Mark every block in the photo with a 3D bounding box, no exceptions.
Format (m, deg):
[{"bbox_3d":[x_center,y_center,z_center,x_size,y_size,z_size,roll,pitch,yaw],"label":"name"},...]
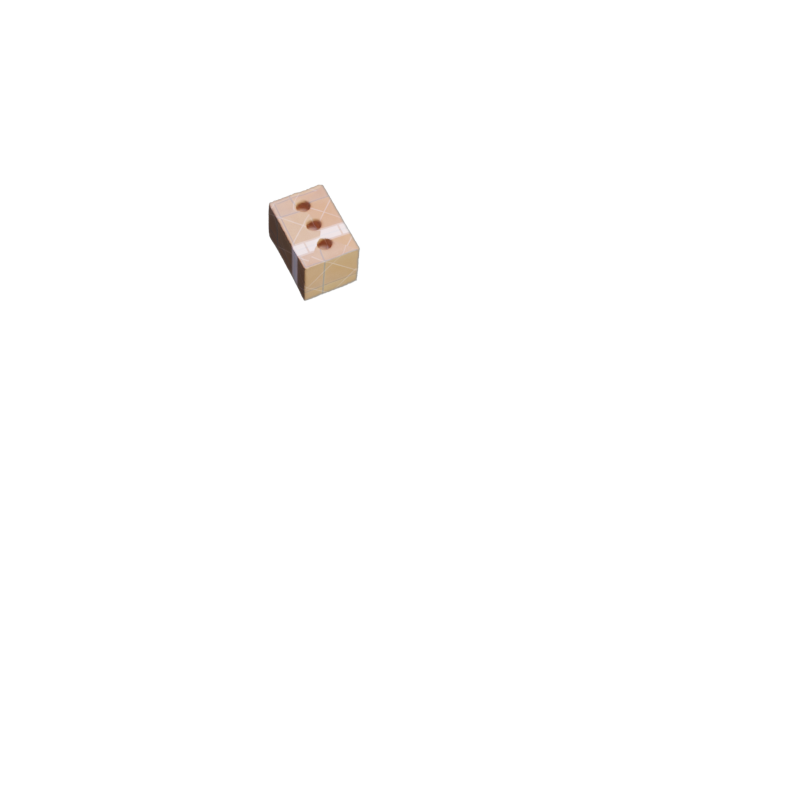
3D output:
[{"bbox_3d":[-0.074,-0.135,0.949,0.052,0.084,0.048,-22,-30,-15],"label":"block"}]
